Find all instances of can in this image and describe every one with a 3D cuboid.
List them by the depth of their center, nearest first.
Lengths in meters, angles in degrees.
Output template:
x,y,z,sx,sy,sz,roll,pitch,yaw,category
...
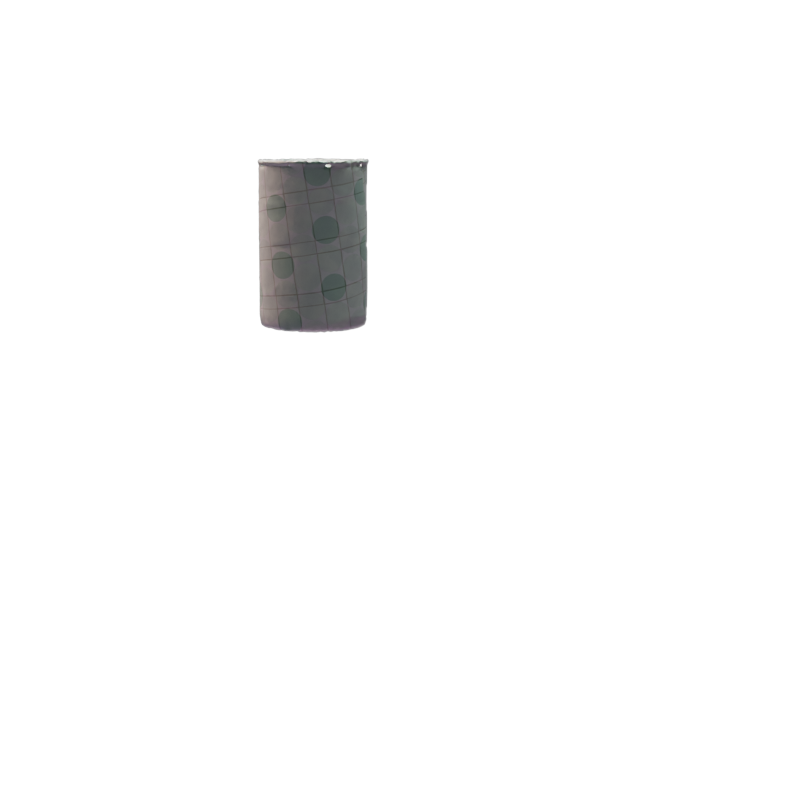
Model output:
x,y,z,sx,sy,sz,roll,pitch,yaw,category
-0.053,-0.097,0.683,0.068,0.101,0.070,0,8,-2,can
